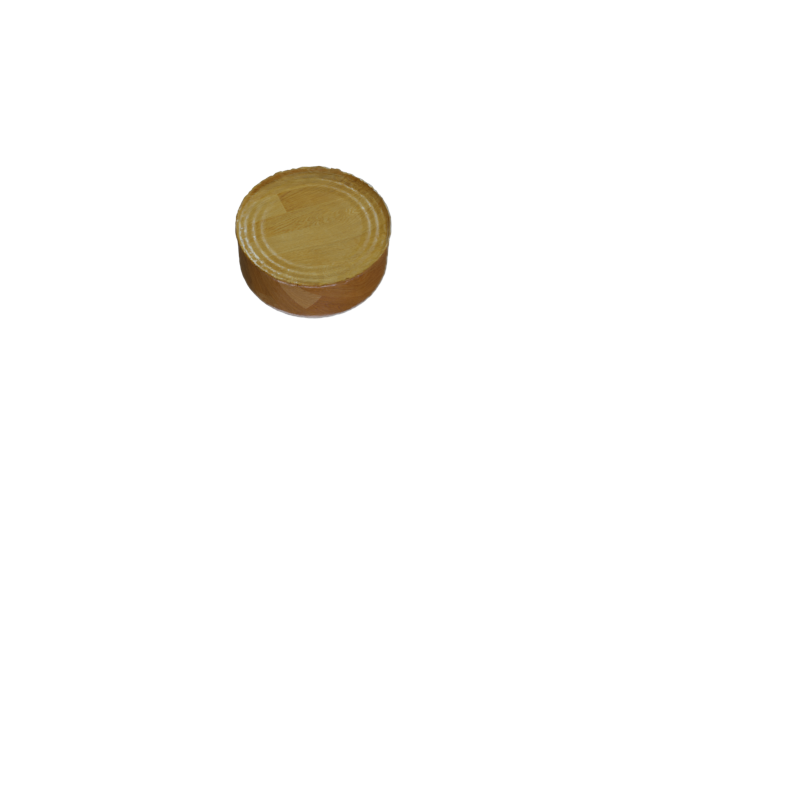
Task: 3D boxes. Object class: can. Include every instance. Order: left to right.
[{"bbox_3d":[-0.048,-0.088,0.618,0.086,0.092,0.031,-1,-36,-1],"label":"can"}]
